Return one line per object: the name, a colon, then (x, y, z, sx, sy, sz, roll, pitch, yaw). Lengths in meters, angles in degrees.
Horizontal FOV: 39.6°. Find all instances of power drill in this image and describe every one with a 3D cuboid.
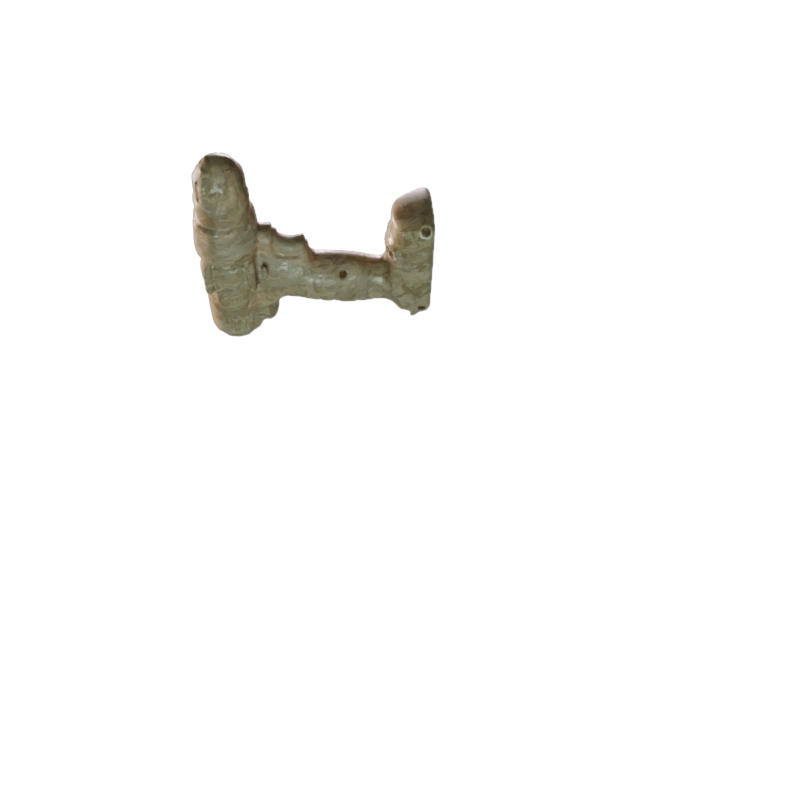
power drill: (-0.069, -0.125, 0.876, 0.188, 0.062, 0.171, -1, -39, 1)
